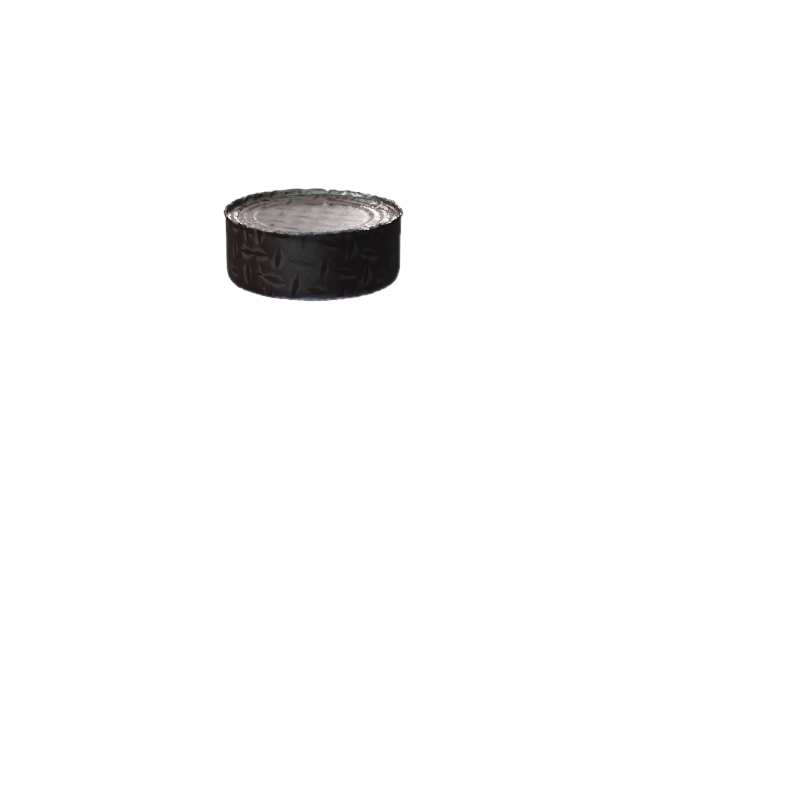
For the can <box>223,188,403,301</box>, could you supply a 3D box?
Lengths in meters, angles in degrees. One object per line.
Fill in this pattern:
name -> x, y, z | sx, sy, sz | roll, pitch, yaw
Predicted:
can -> -0.042, -0.077, 0.536 | 0.086, 0.032, 0.090 | -1, 23, -2
